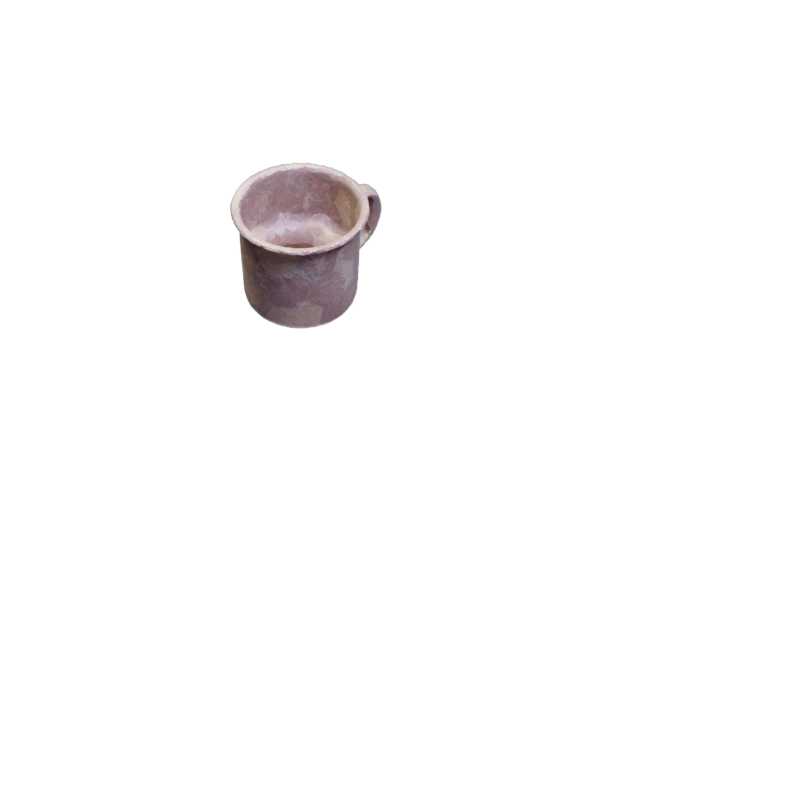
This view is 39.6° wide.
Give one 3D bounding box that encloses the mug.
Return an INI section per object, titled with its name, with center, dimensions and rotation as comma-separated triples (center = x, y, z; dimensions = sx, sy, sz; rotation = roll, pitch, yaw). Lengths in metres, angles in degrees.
[mug]
center = -0.061, -0.110, 0.774
dimensions = 0.118, 0.076, 0.100
rotation = -34, 56, -29
